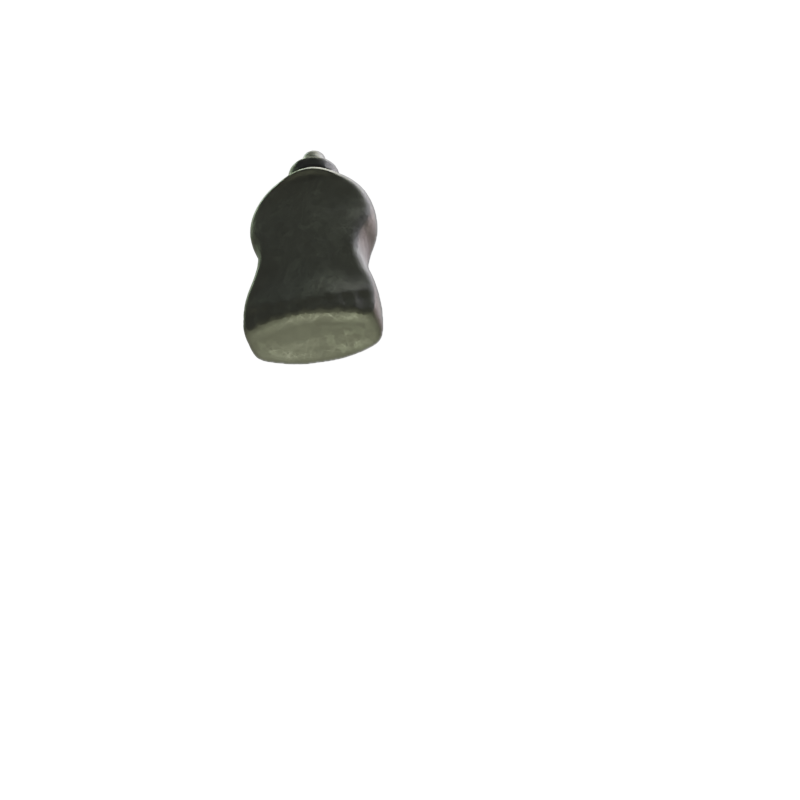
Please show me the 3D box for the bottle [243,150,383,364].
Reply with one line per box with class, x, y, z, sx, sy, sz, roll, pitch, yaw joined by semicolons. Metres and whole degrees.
bottle;-0.065;-0.118;0.832;0.097;0.206;0.054;-11;-41;9
